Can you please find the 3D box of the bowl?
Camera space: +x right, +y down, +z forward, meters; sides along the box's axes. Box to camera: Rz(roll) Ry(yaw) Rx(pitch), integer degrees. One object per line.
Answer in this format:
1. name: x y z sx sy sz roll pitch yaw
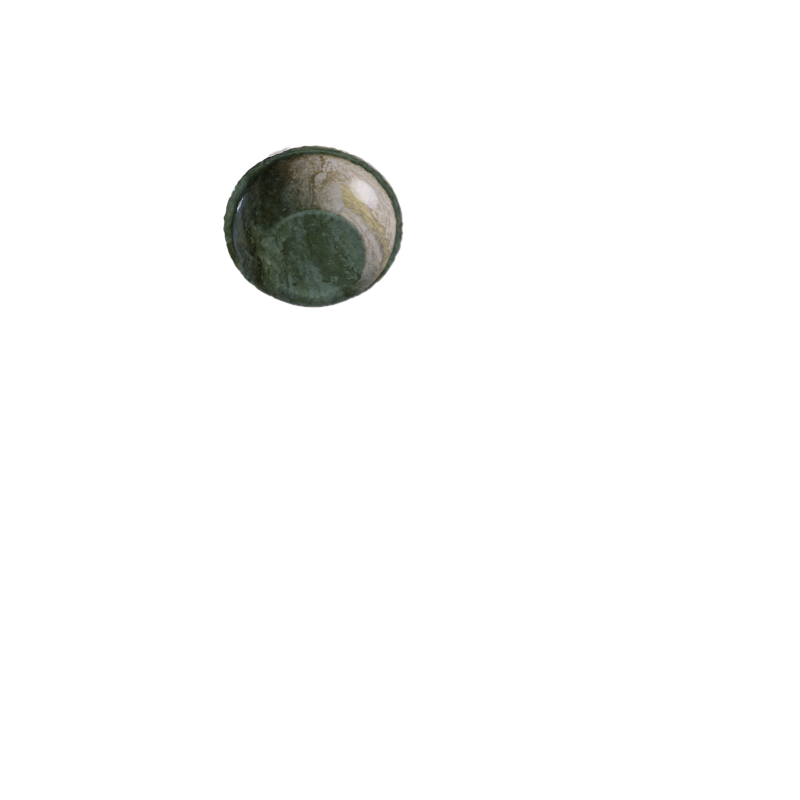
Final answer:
1. bowl: -0.076 -0.139 0.975 0.162 0.153 0.058 1 30 -1
